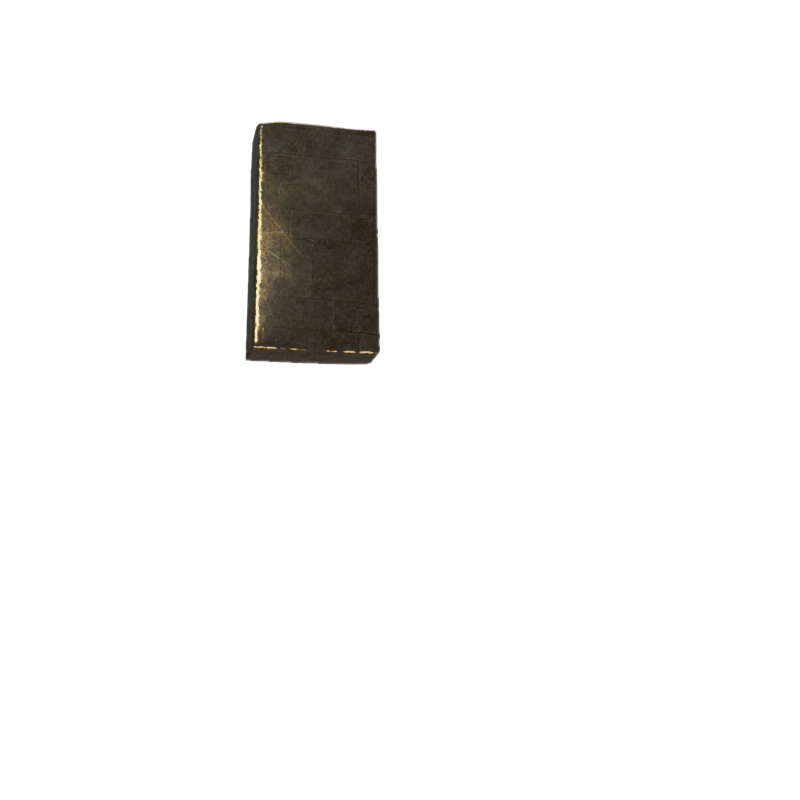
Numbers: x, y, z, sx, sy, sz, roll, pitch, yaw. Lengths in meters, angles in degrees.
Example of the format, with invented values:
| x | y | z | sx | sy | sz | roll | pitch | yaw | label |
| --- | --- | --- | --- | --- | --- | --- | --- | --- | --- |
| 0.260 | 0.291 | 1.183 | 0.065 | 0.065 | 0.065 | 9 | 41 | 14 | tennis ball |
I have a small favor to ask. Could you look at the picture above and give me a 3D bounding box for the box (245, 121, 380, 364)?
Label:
| x | y | z | sx | sy | sz | roll | pitch | yaw | label |
| --- | --- | --- | --- | --- | --- | --- | --- | --- | --- |
| -0.064 | -0.116 | 0.811 | 0.092 | 0.184 | 0.047 | 2 | -19 | -11 | box |
